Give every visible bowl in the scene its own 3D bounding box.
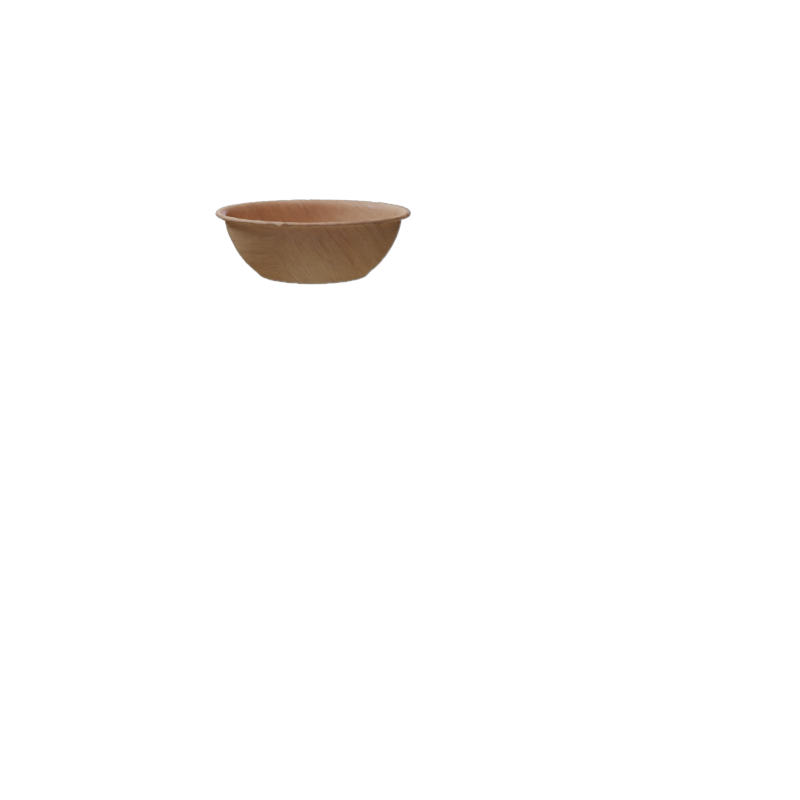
[{"bbox_3d":[-0.072,-0.131,0.920,0.162,0.053,0.167,-1,16,-2],"label":"bowl"}]
